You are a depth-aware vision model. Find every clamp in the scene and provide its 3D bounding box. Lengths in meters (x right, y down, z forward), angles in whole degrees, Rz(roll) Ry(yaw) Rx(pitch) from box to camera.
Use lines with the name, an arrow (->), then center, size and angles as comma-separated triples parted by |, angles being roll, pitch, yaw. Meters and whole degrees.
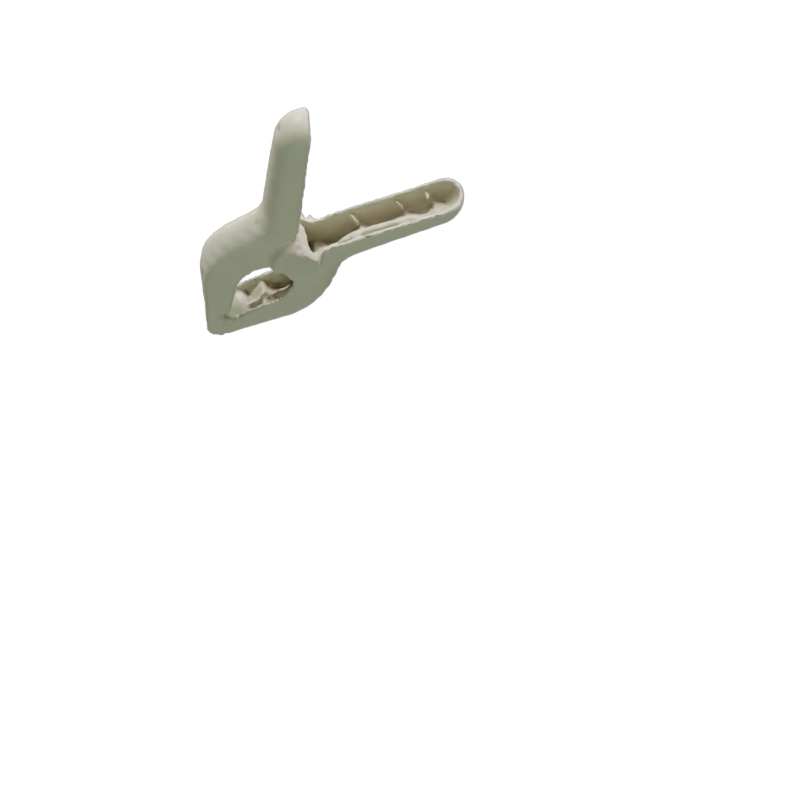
clamp -> -0.049, -0.089, 0.624 | 0.115, 0.042, 0.167 | 19, -39, -26
